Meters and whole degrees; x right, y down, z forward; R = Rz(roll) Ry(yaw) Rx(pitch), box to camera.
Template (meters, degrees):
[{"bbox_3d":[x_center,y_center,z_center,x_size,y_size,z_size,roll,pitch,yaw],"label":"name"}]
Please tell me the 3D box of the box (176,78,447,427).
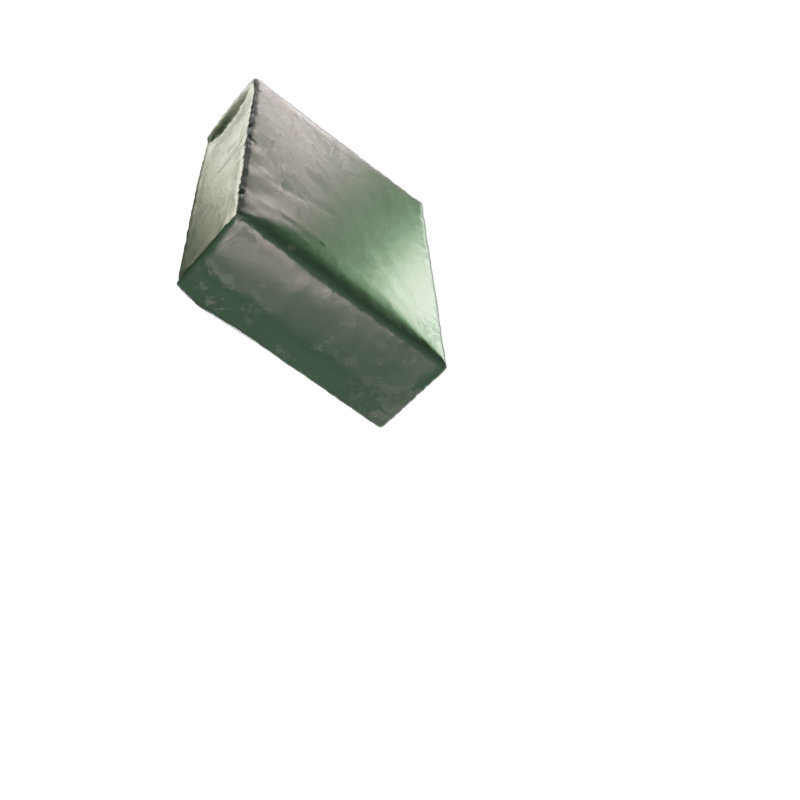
[{"bbox_3d":[-0.058,-0.106,0.741,0.157,0.071,0.228,34,26,-23],"label":"box"}]
